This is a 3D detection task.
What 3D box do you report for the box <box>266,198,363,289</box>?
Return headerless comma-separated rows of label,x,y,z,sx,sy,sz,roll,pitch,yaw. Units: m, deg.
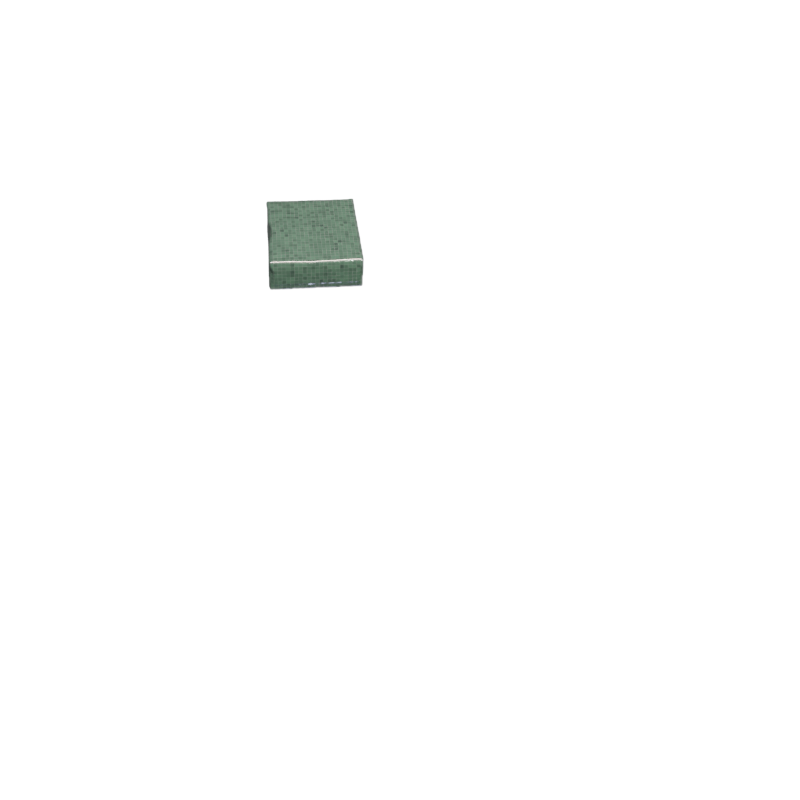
box,-0.069,-0.127,0.887,0.073,0.028,0.096,-3,41,-4
